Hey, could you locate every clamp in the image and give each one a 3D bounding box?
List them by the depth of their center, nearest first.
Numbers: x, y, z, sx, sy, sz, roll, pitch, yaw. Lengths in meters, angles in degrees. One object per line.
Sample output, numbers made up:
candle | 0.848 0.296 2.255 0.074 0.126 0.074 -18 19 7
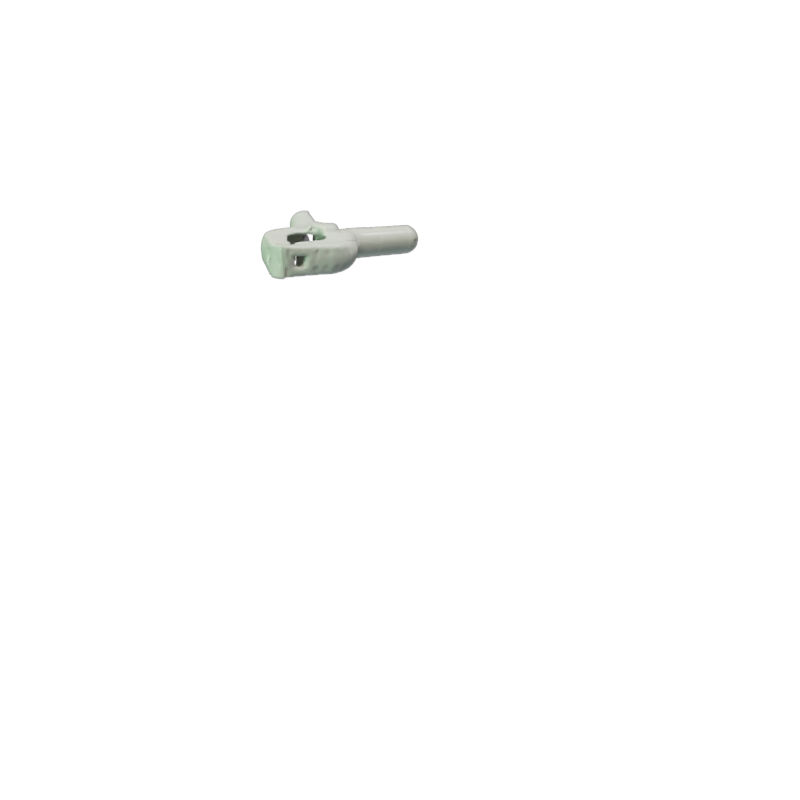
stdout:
clamp | -0.073 -0.134 0.939 0.125 0.038 0.169 8 16 30
